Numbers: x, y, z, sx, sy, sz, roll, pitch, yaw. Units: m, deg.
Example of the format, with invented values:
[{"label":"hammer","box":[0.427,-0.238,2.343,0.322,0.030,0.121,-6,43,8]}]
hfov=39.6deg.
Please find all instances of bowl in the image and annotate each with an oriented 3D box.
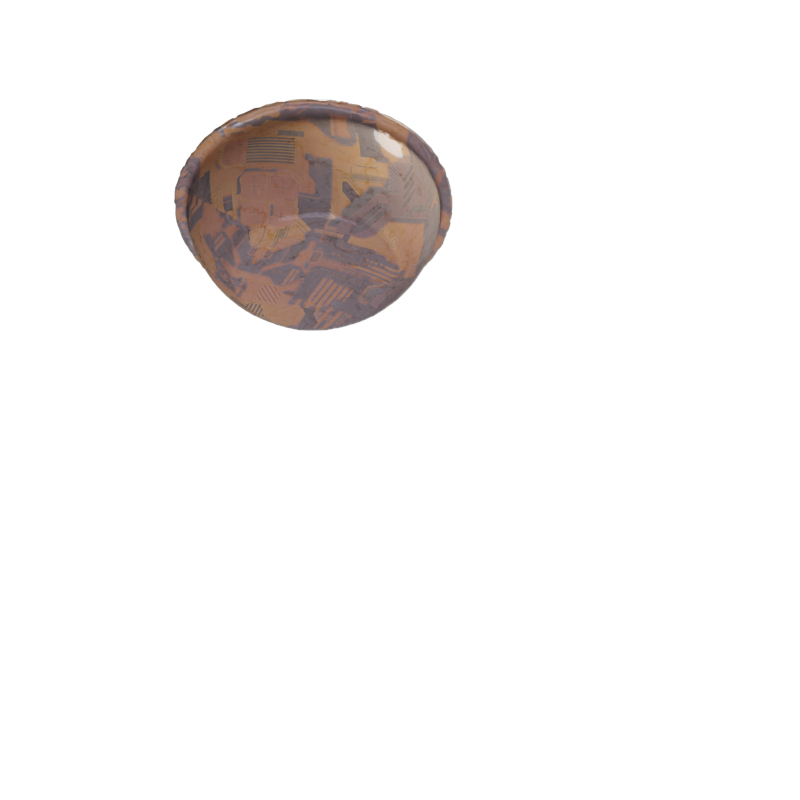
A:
[{"label":"bowl","box":[-0.049,-0.089,0.626,0.162,0.059,0.151,1,-43,-1]}]
